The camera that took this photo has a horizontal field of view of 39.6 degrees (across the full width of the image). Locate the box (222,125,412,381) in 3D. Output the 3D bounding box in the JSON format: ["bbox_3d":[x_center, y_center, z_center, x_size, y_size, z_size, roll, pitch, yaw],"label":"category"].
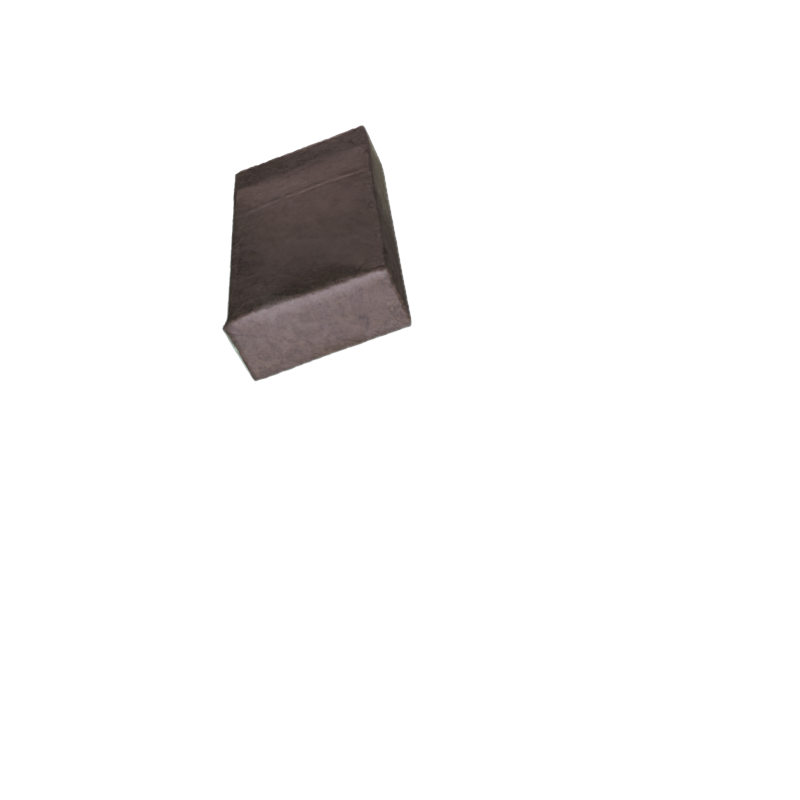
[{"bbox_3d":[-0.050,-0.091,0.642,0.094,0.045,0.188,-19,33,9],"label":"box"}]
